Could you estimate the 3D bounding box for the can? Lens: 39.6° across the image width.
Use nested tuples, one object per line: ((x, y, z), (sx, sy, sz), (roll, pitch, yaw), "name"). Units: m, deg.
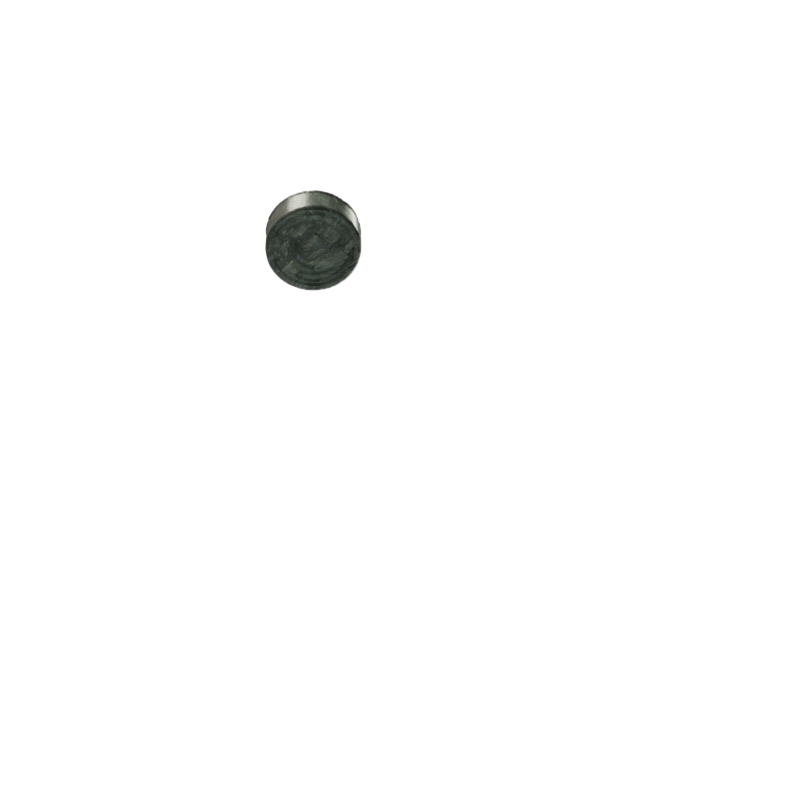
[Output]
((-0.077, -0.140, 0.983), (0.086, 0.081, 0.036), (1, 31, -1), "can")
